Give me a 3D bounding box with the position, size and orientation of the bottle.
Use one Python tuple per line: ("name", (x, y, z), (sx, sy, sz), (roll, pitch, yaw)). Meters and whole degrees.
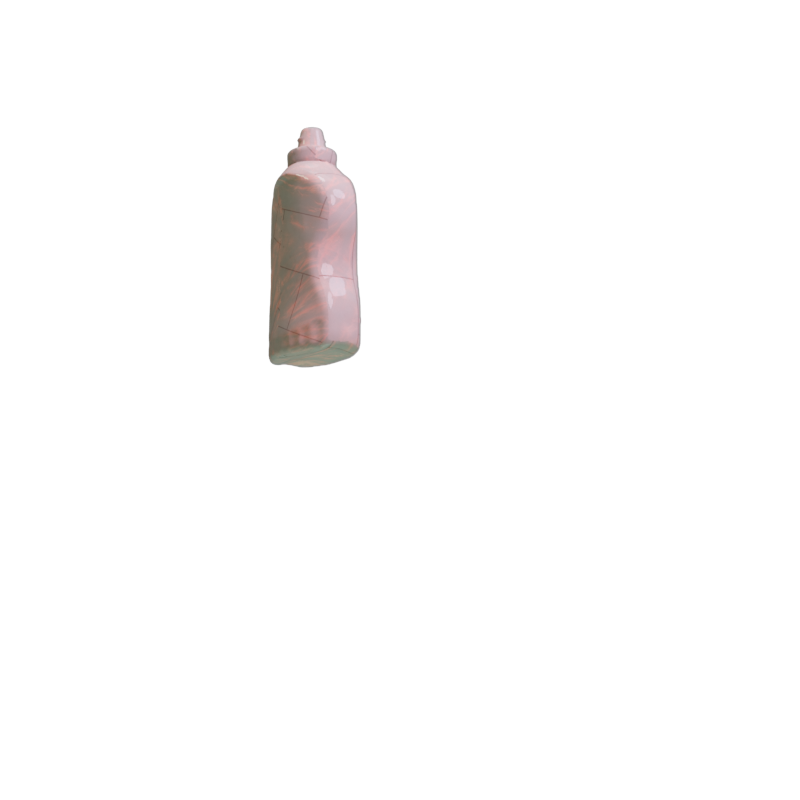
("bottle", (-0.070, -0.127, 0.891), (0.056, 0.199, 0.096), (8, -17, -30))
